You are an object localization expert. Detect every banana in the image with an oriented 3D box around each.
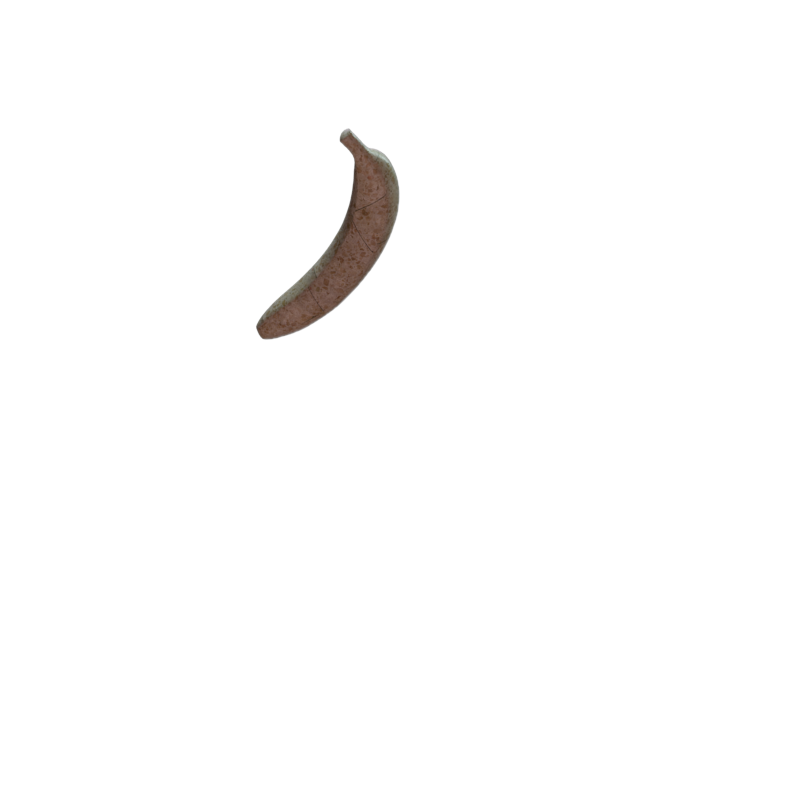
[{"bbox_3d":[-0.048,-0.119,0.852,0.068,0.190,0.039,19,31,-14],"label":"banana"}]
